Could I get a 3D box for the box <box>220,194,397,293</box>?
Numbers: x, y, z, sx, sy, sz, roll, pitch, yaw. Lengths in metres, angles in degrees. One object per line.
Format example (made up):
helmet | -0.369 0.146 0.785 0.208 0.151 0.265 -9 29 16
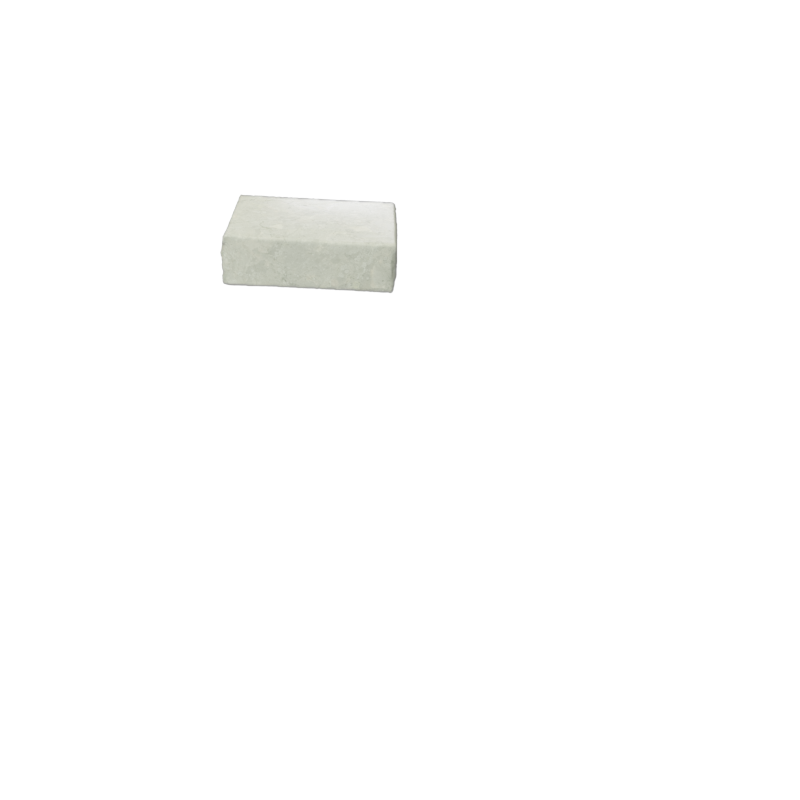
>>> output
box | -0.058 -0.106 0.741 0.114 0.037 0.094 1 25 1
